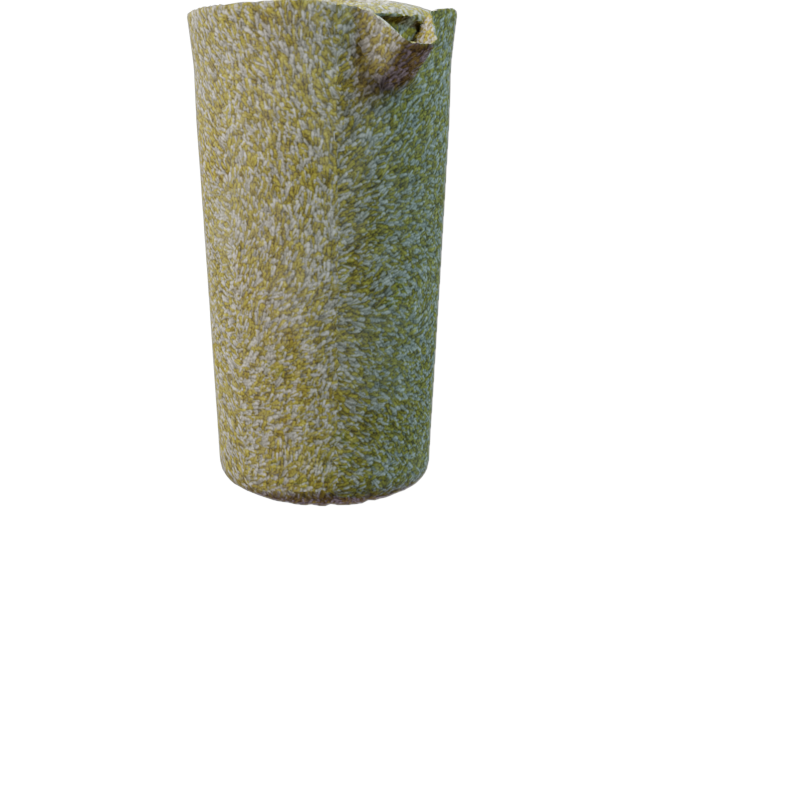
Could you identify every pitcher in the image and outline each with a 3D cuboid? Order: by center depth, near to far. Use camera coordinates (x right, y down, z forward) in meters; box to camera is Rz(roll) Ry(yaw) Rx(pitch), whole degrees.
[{"bbox_3d":[-0.045,-0.081,0.570,0.147,0.239,0.150,2,9,10],"label":"pitcher"}]
